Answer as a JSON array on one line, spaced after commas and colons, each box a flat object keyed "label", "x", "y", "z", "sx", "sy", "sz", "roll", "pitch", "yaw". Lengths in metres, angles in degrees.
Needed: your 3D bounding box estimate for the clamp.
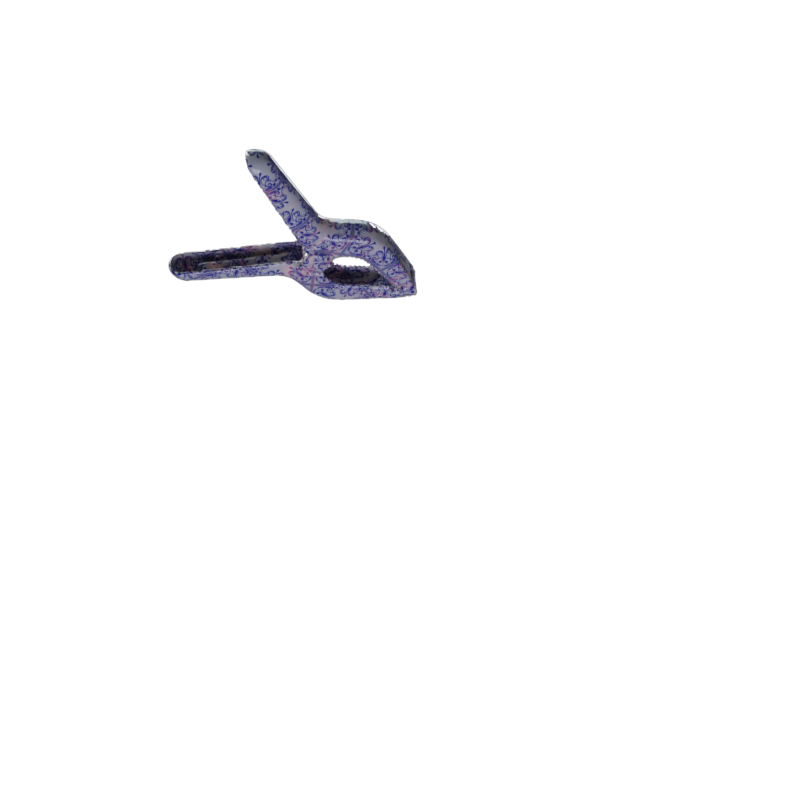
[{"label": "clamp", "x": -0.073, "y": -0.133, "z": 0.934, "sx": 0.203, "sy": 0.039, "sz": 0.159, "roll": 13, "pitch": -36, "yaw": -19}]
